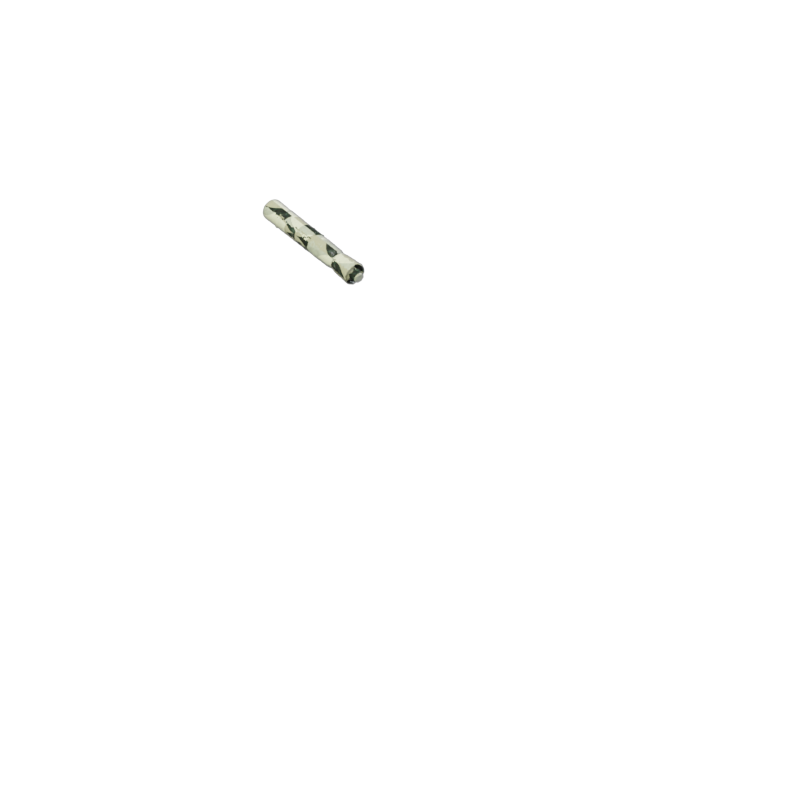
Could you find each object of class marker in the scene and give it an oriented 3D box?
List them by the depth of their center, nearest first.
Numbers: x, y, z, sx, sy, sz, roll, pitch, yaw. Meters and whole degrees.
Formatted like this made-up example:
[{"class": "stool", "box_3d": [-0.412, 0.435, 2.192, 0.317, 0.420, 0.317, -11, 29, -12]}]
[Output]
[{"class": "marker", "box_3d": [-0.070, -0.127, 0.892, 0.019, 0.019, 0.130, -3, 33, -42]}]
